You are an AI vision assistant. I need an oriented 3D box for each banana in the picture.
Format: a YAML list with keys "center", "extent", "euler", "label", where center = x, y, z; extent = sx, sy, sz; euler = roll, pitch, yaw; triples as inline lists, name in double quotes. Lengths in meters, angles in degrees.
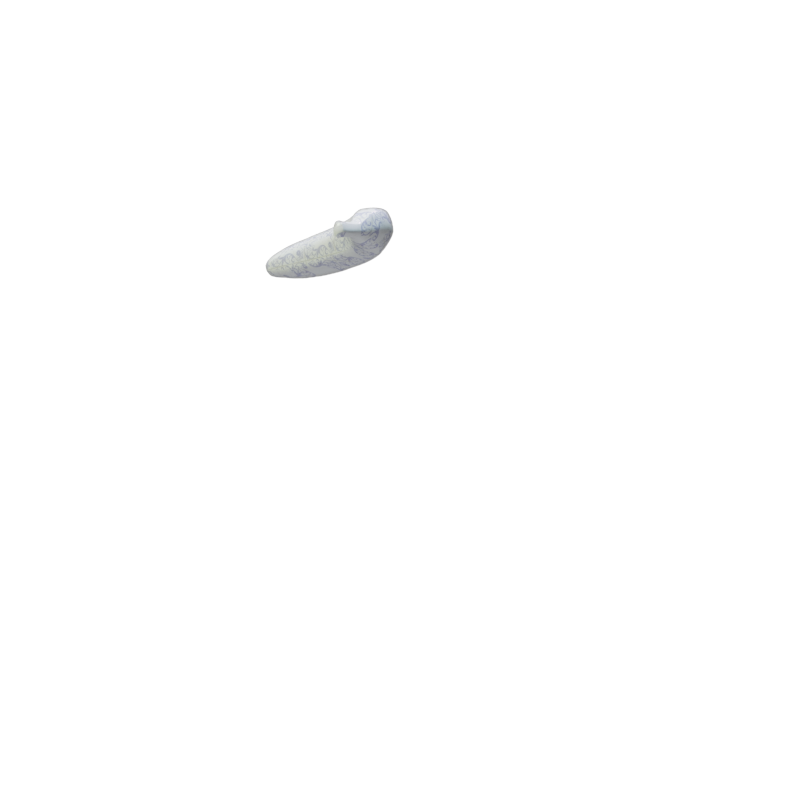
- center: [-0.053, -0.130, 0.911]
  extent: [0.068, 0.038, 0.199]
  euler: [2, -6, -22]
  label: "banana"
